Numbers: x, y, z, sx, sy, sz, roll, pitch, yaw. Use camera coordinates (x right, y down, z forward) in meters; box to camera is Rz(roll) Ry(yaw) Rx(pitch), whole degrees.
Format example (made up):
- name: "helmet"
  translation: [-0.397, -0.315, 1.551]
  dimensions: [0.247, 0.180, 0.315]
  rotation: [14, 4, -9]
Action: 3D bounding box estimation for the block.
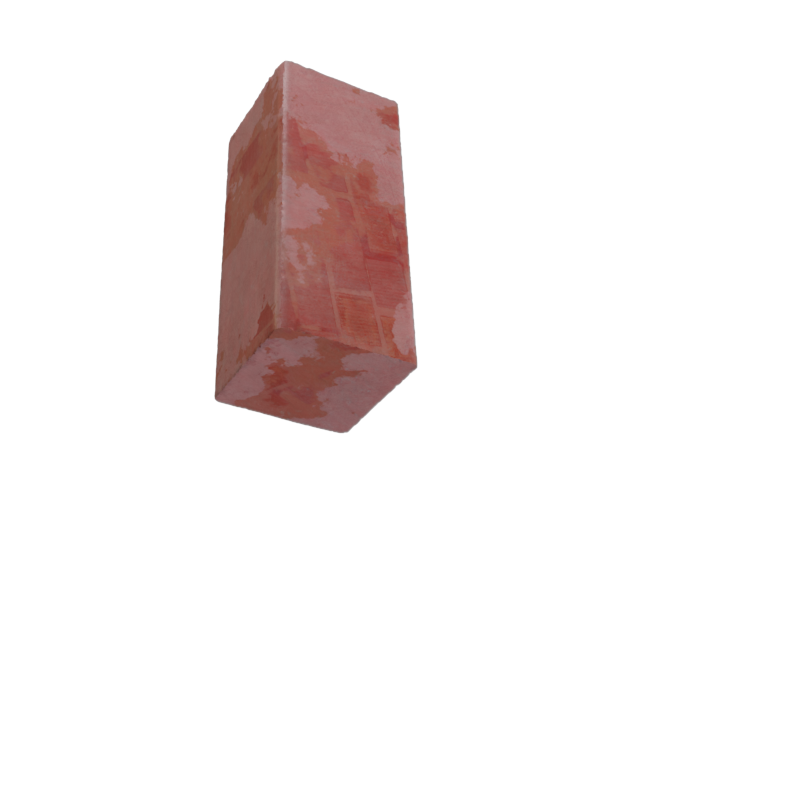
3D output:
- name: "block"
  translation: [-0.055, -0.099, 0.691]
  dimensions: [0.086, 0.221, 0.088]
  rotation: [16, -39, -25]
